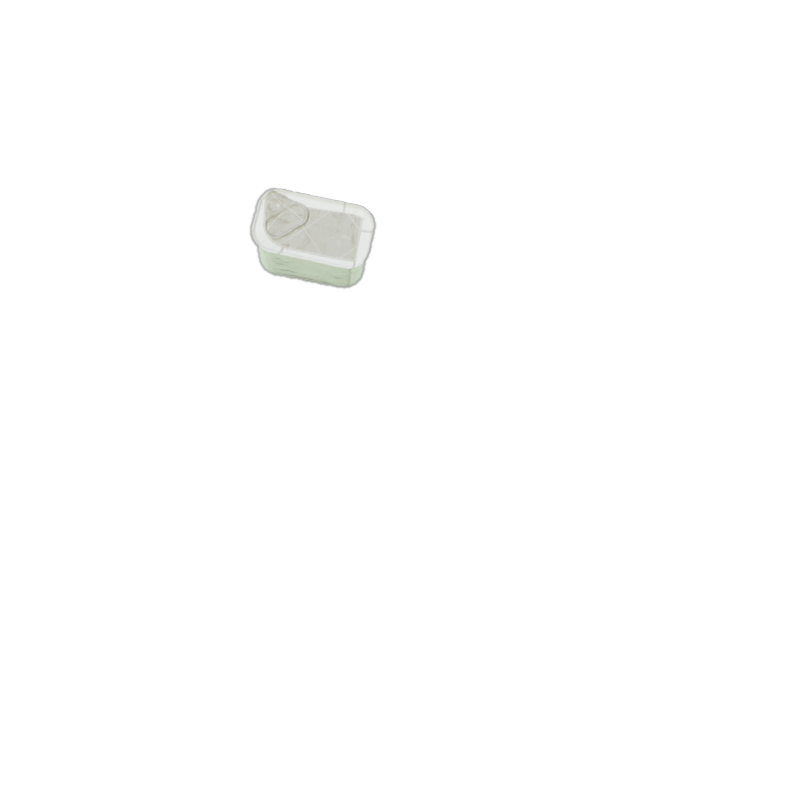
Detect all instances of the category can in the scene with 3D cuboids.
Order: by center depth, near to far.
[{"bbox_3d":[-0.076,-0.139,0.970,0.102,0.059,0.081,12,-12,1],"label":"can"}]
